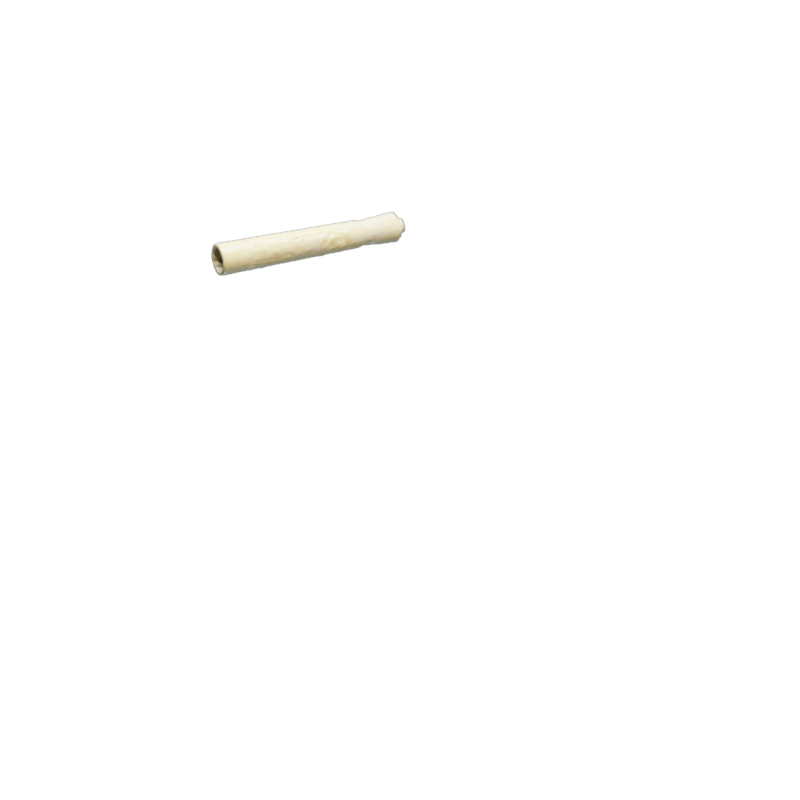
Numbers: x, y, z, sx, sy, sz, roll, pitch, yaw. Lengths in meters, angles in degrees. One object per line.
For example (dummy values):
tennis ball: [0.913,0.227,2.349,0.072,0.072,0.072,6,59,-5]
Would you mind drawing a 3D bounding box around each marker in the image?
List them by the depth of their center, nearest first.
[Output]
marker: [-0.050,-0.092,0.643,0.119,0.019,0.020,-15,11,-26]
